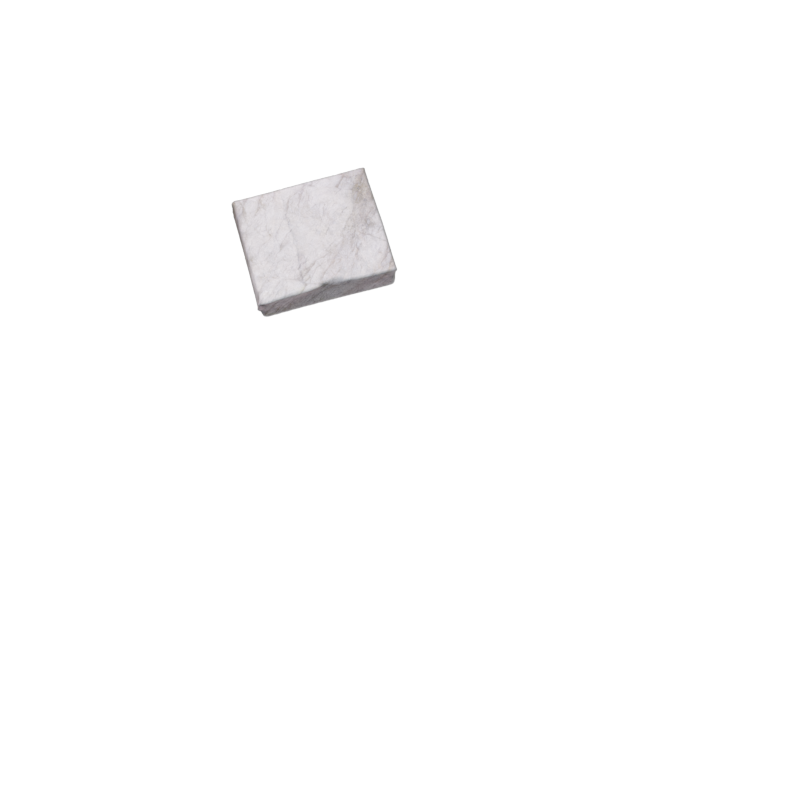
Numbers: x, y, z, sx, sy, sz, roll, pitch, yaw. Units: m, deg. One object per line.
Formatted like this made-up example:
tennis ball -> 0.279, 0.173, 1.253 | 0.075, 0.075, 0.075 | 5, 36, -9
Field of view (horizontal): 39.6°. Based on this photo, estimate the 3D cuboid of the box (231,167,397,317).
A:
box -> -0.055, -0.100, 0.699 | 0.089, 0.077, 0.029 | -15, -20, -6
